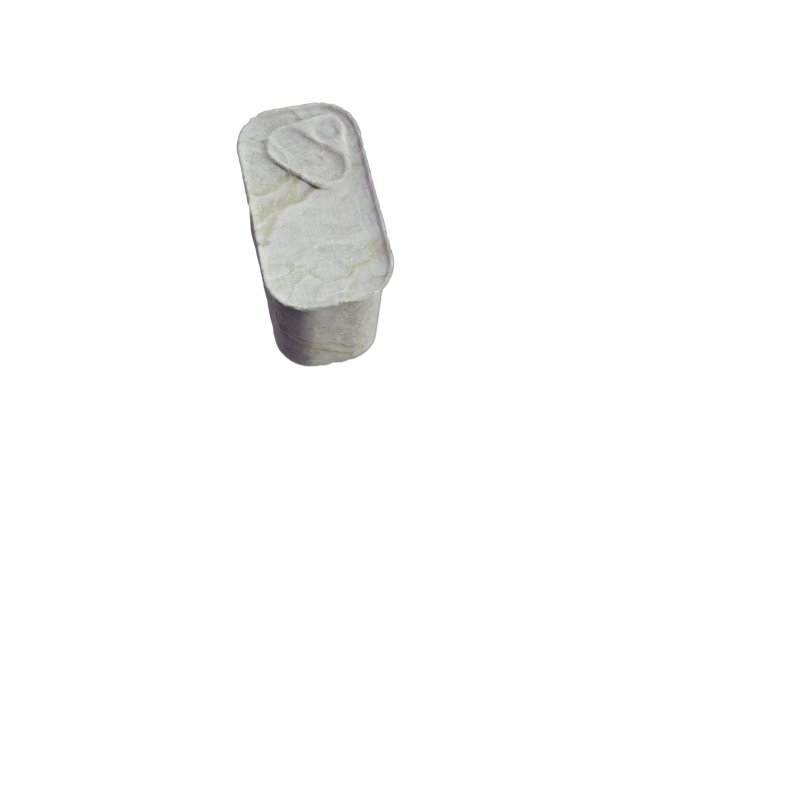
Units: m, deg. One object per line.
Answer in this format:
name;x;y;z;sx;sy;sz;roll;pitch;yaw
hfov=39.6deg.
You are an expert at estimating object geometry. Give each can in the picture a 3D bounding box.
can;-0.041;-0.075;0.527;0.057;0.108;0.080;-11;-22;-7
